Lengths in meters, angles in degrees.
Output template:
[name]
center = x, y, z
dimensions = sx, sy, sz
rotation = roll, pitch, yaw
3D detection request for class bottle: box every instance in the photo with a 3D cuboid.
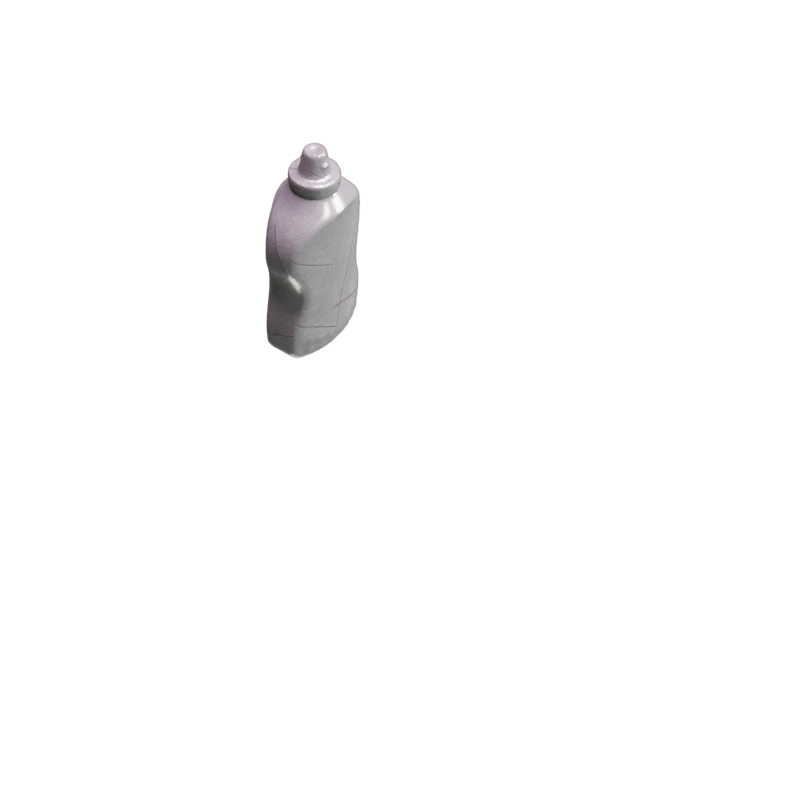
[bottle]
center = -0.070, -0.128, 0.896
dimensions = 0.061, 0.179, 0.098
rotation = 29, 52, 21
